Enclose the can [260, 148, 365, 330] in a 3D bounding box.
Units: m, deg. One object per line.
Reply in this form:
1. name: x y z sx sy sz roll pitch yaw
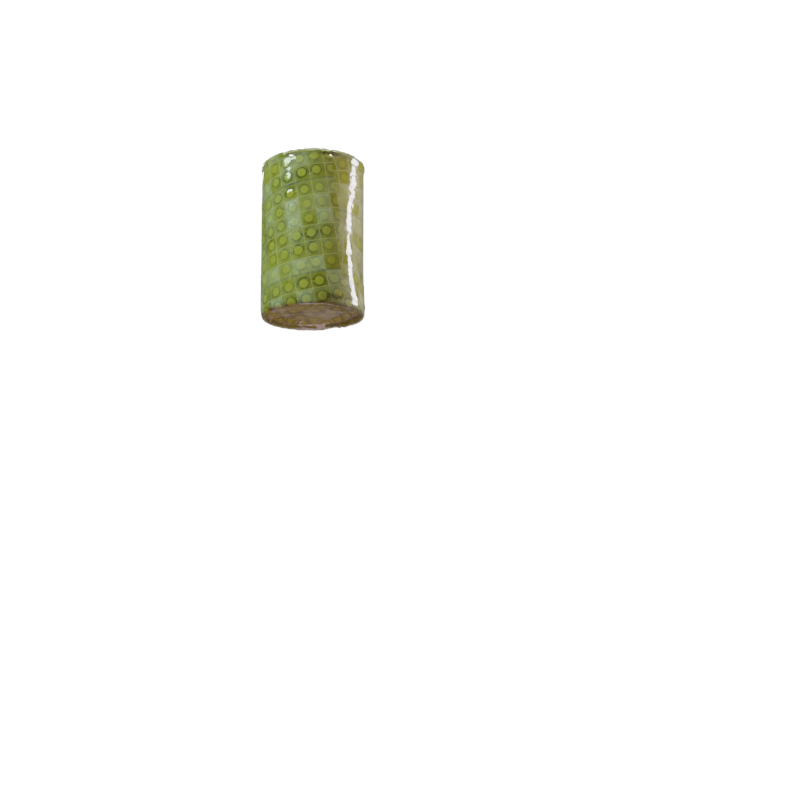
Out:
1. can: -0.056 -0.102 0.714 0.068 0.107 0.066 0 -16 -2
